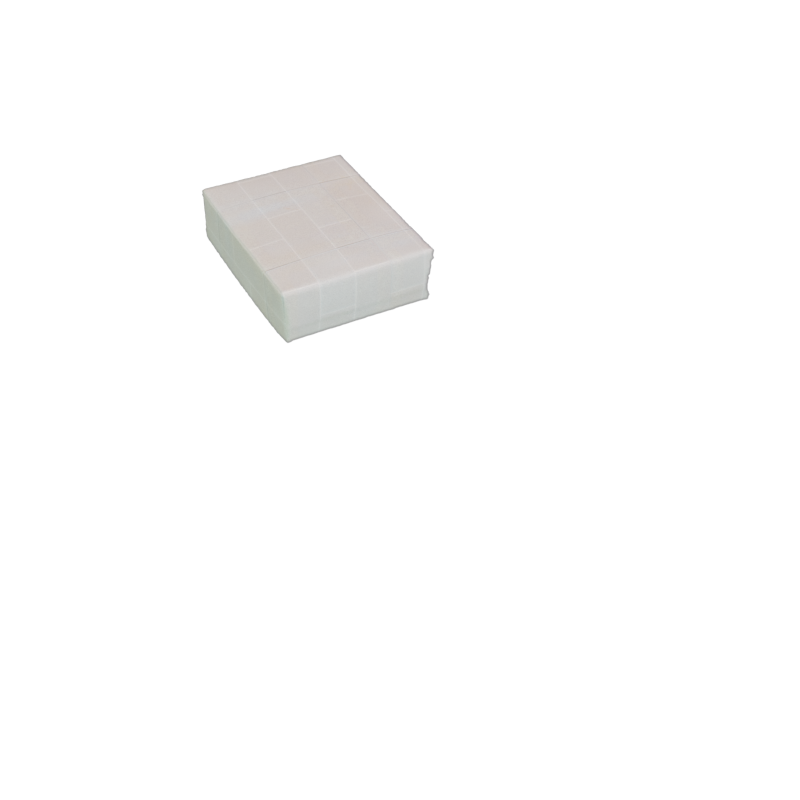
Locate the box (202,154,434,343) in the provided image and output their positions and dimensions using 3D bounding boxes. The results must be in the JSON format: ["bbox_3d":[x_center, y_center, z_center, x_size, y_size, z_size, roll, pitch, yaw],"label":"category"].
[{"bbox_3d":[-0.048,-0.088,0.616,0.089,0.036,0.123,-19,46,-20],"label":"box"}]
